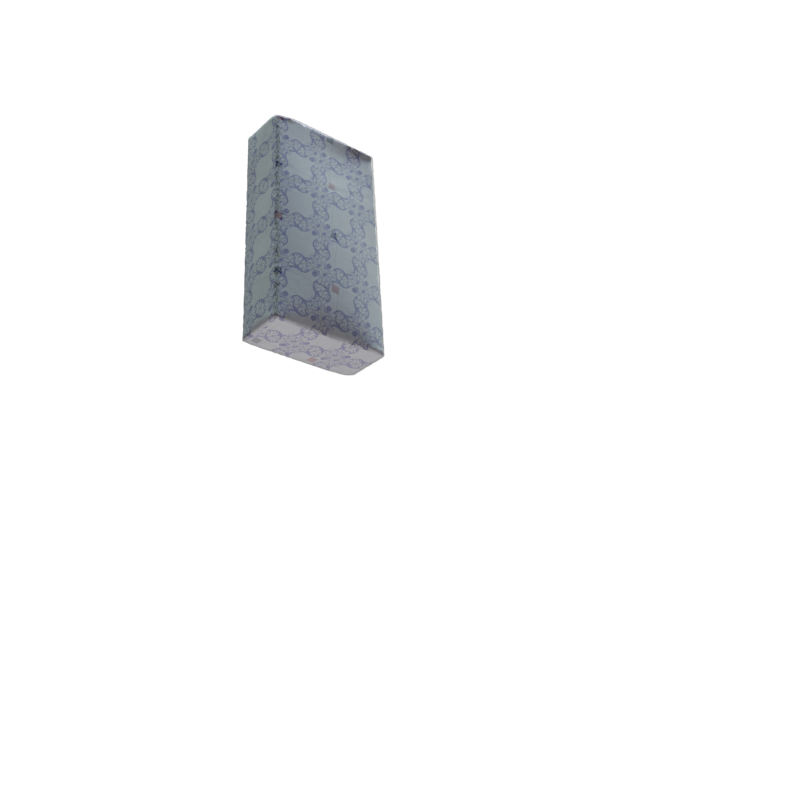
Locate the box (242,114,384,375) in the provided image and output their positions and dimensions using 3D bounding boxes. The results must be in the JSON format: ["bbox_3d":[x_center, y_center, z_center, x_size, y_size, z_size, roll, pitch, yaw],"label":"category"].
[{"bbox_3d":[-0.061,-0.112,0.781,0.088,0.188,0.047,20,-37,-32],"label":"box"}]
